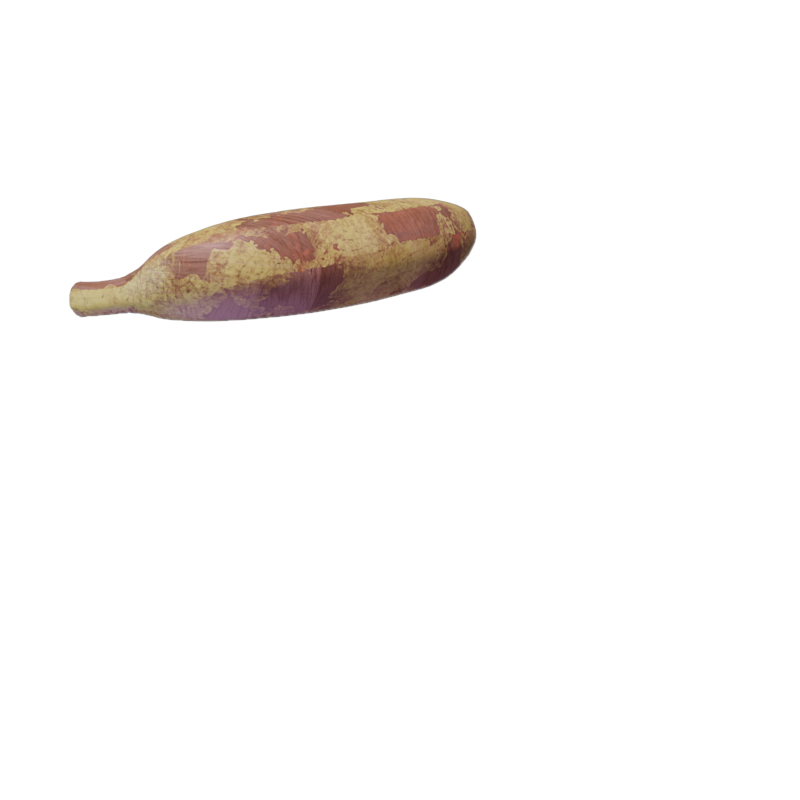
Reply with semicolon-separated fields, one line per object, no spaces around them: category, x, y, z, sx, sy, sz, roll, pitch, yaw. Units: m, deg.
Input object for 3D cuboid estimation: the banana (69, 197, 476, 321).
banana;-0.024;-0.058;0.423;0.193;0.036;0.073;-15;21;-42
